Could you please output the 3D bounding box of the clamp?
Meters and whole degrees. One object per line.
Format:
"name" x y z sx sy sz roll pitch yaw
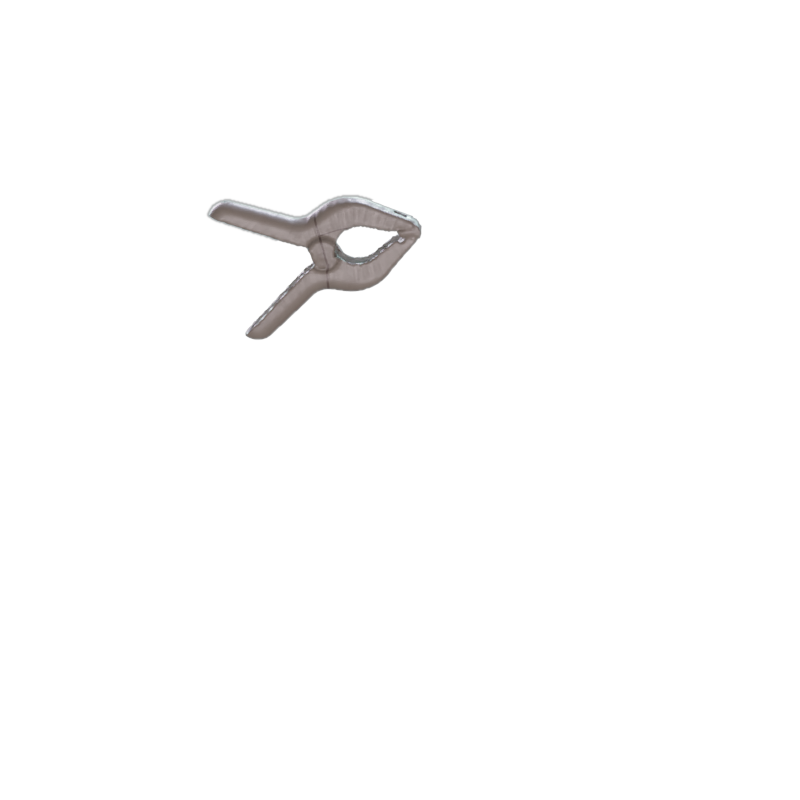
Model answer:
"clamp" -0.071 -0.130 0.909 0.172 0.114 0.041 -22 19 8
